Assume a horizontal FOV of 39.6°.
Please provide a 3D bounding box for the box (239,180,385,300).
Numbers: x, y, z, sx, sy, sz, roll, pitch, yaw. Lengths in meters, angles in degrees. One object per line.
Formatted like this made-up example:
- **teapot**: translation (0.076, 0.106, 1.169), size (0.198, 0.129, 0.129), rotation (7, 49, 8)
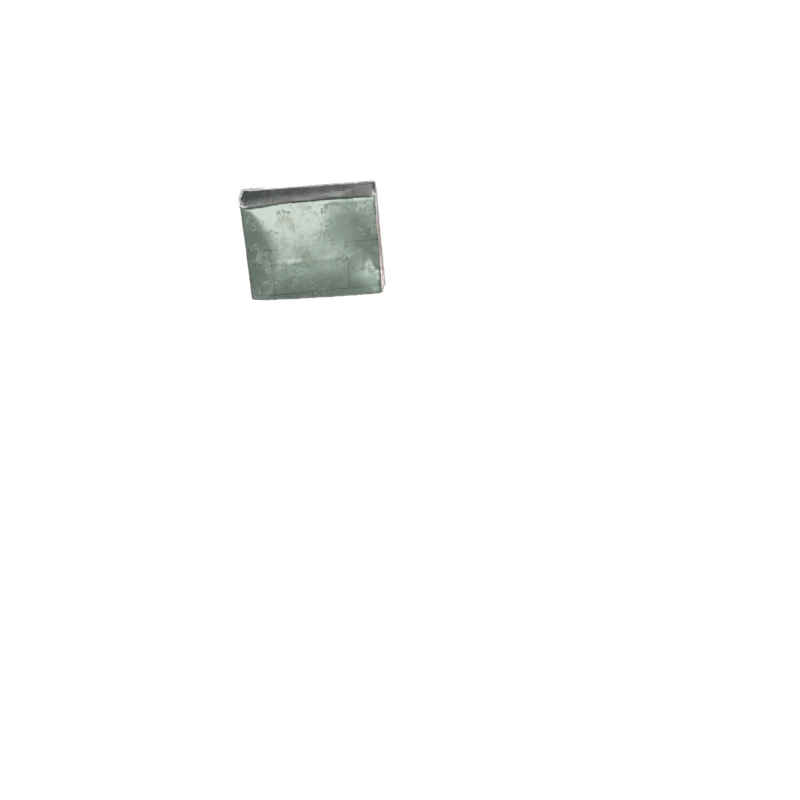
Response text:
- **box**: translation (-0.072, -0.131, 0.915), size (0.114, 0.085, 0.041), rotation (-4, 27, 2)
